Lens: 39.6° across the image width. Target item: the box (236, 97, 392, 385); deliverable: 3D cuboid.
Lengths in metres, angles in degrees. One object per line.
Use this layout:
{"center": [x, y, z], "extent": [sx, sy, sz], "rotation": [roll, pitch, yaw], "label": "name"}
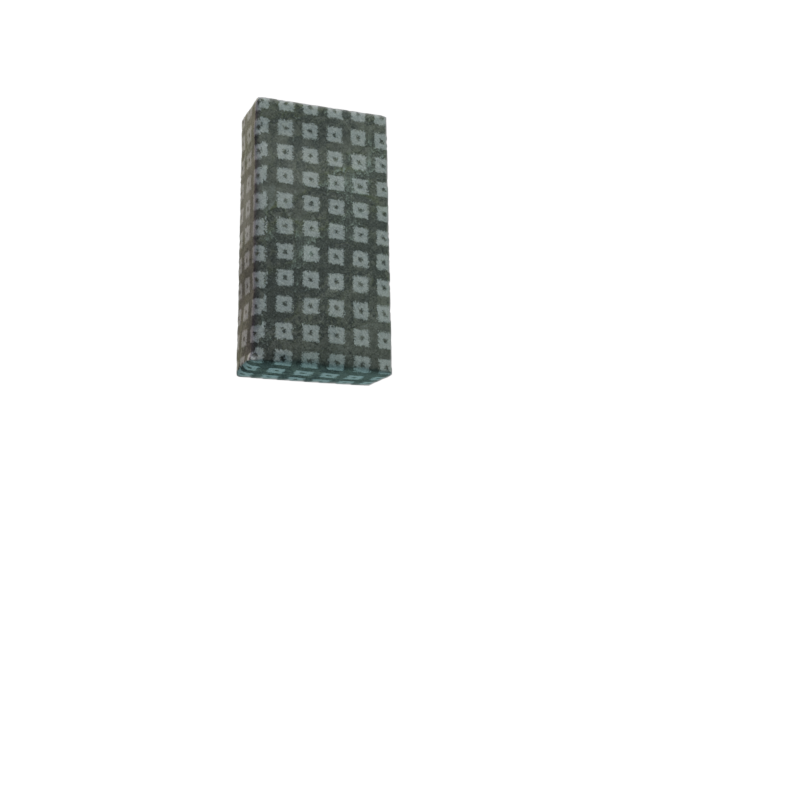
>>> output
{"center": [-0.056, -0.102, 0.714], "extent": [0.091, 0.184, 0.047], "rotation": [5, -20, -20], "label": "box"}
